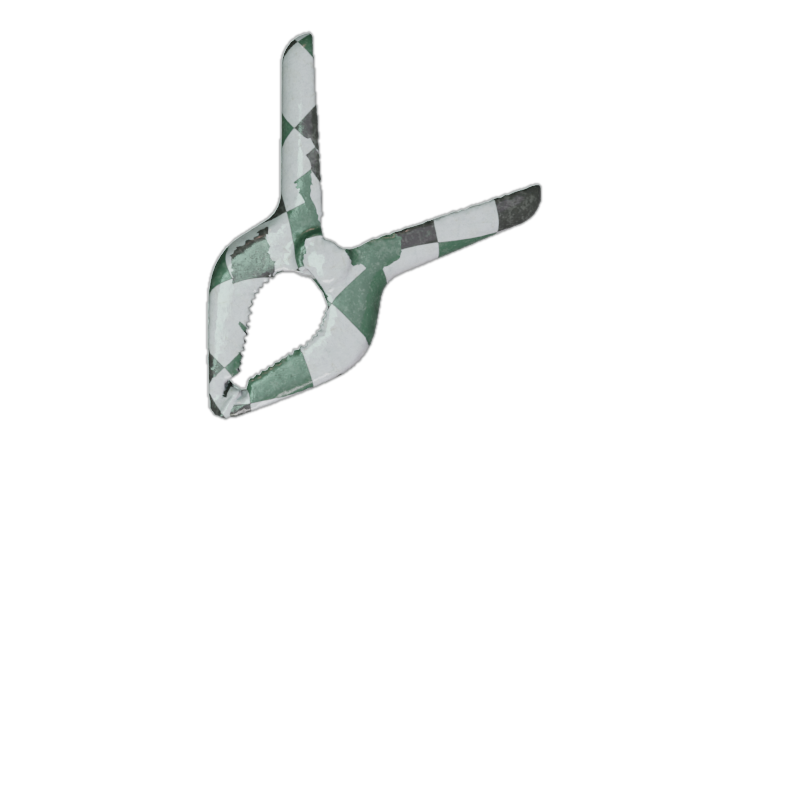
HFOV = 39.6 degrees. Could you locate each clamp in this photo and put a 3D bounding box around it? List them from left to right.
[{"bbox_3d":[-0.048,-0.087,0.608,0.166,0.211,0.036,40,-4,3],"label":"clamp"}]
